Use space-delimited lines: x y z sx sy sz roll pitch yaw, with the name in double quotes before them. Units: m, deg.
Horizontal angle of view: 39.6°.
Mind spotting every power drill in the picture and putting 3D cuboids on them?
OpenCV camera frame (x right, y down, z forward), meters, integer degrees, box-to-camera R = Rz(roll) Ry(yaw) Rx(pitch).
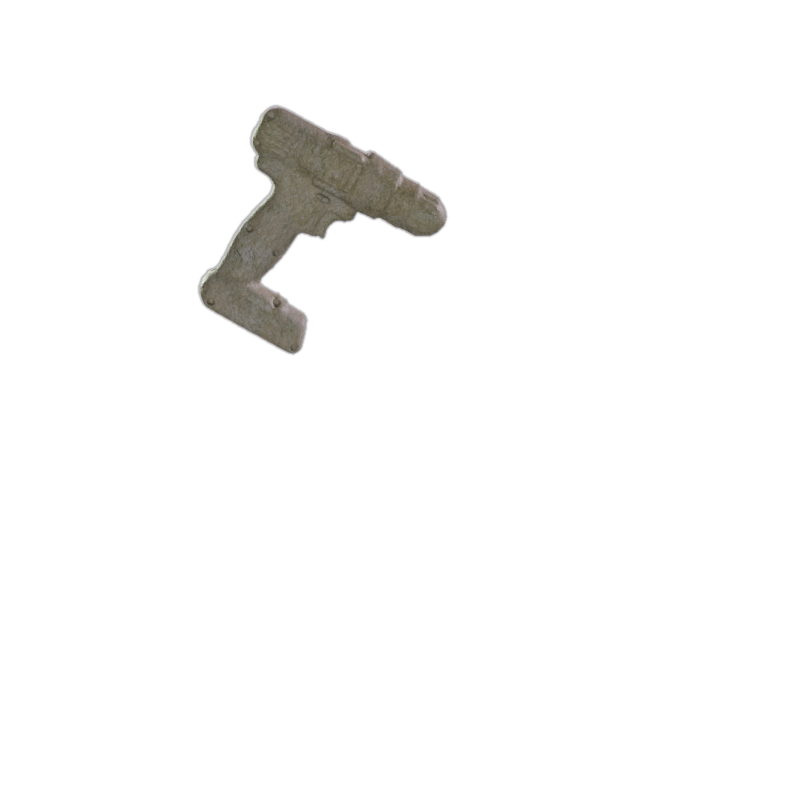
"power drill" -0.076 -0.138 0.970 0.182 0.185 0.059 29 8 -5
